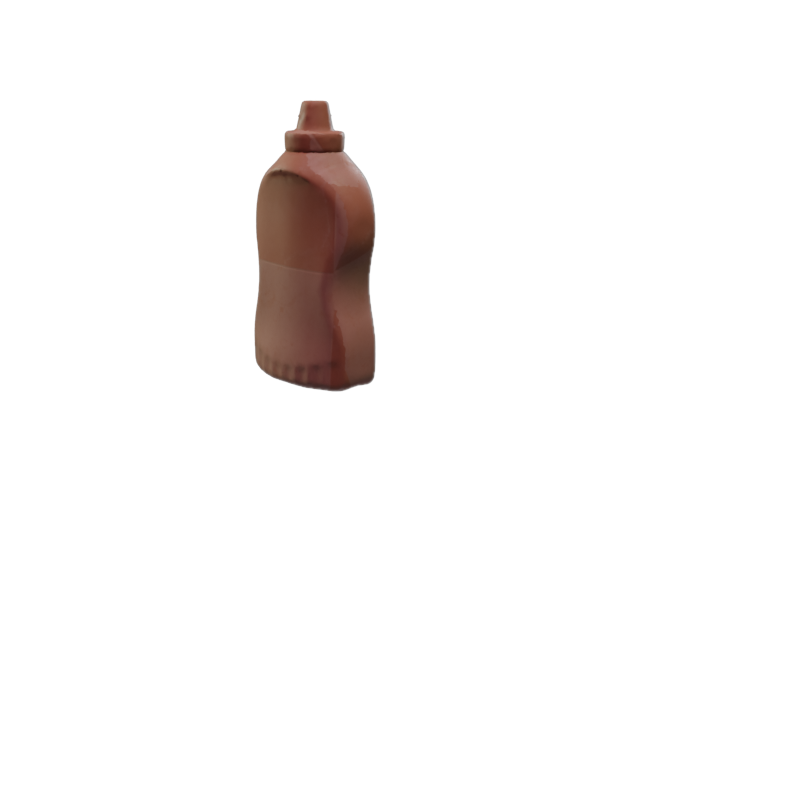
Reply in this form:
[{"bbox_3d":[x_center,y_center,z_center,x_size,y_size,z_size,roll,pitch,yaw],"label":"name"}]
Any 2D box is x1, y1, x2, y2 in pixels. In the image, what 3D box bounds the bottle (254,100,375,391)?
[{"bbox_3d":[-0.059,-0.109,0.761,0.057,0.187,0.101,-8,14,-42],"label":"bottle"}]
